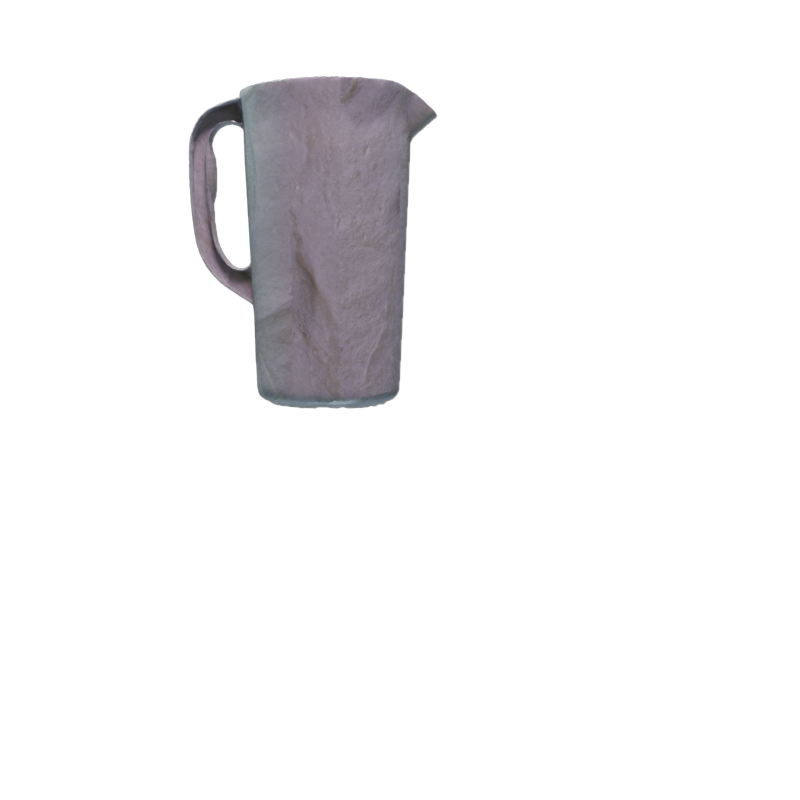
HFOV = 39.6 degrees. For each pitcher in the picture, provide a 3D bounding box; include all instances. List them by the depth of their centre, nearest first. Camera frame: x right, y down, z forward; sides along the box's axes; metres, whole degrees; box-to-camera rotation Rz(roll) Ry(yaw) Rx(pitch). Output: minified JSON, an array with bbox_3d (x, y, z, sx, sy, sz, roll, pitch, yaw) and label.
[{"bbox_3d":[-0.066,-0.120,0.843,0.139,0.244,0.155,0,0,-44],"label":"pitcher"}]
